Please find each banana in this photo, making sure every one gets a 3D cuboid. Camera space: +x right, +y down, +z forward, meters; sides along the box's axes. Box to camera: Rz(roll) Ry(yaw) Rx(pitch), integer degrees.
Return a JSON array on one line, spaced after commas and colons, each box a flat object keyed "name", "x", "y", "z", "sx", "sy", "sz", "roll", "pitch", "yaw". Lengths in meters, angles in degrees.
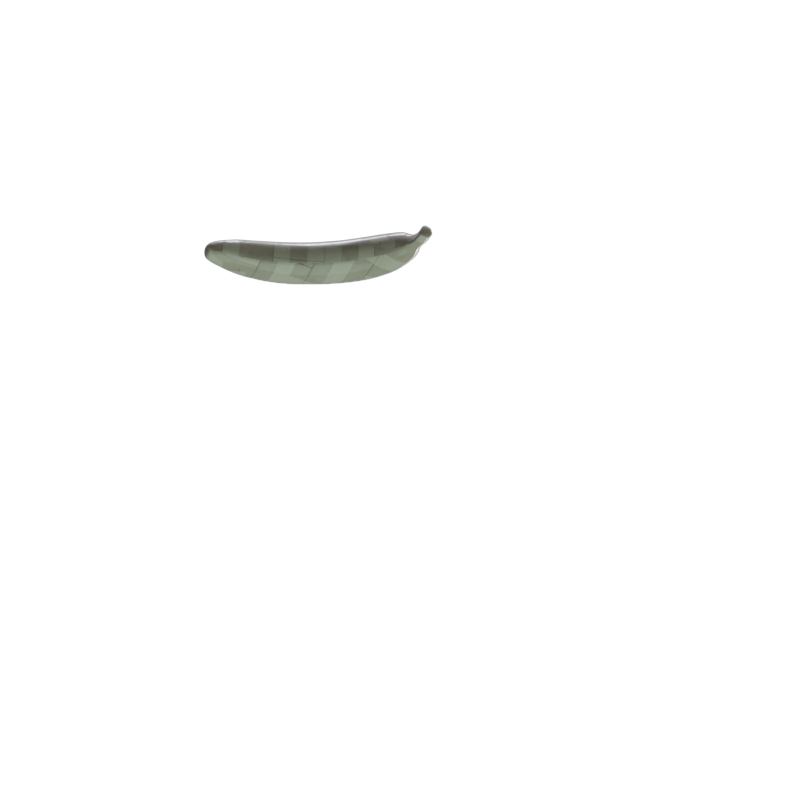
[{"name": "banana", "x": -0.069, "y": -0.128, "z": 0.972, "sx": 0.199, "sy": 0.039, "sz": 0.064, "roll": -5, "pitch": -32, "yaw": 8}]
